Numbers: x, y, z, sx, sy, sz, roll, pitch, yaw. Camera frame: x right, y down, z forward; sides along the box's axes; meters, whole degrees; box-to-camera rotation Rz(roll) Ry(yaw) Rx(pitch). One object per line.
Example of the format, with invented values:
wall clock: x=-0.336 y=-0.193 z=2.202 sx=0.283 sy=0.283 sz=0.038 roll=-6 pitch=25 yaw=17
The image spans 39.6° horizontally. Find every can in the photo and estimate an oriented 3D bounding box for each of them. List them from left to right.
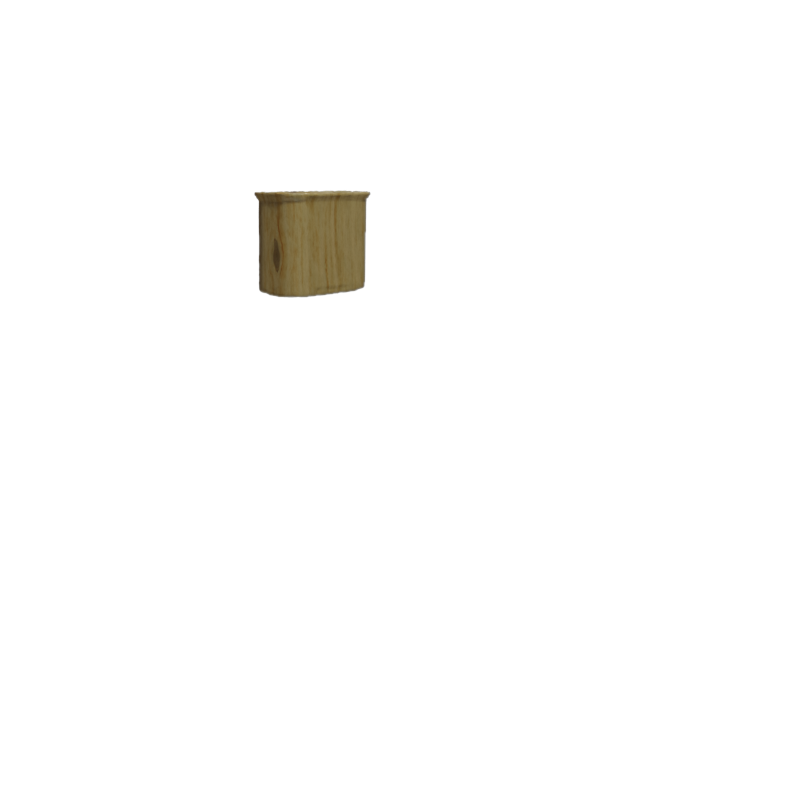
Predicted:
can: x=-0.072 y=-0.132 z=0.922 sx=0.060 sy=0.083 sz=0.099 roll=6 pitch=10 yaw=41
